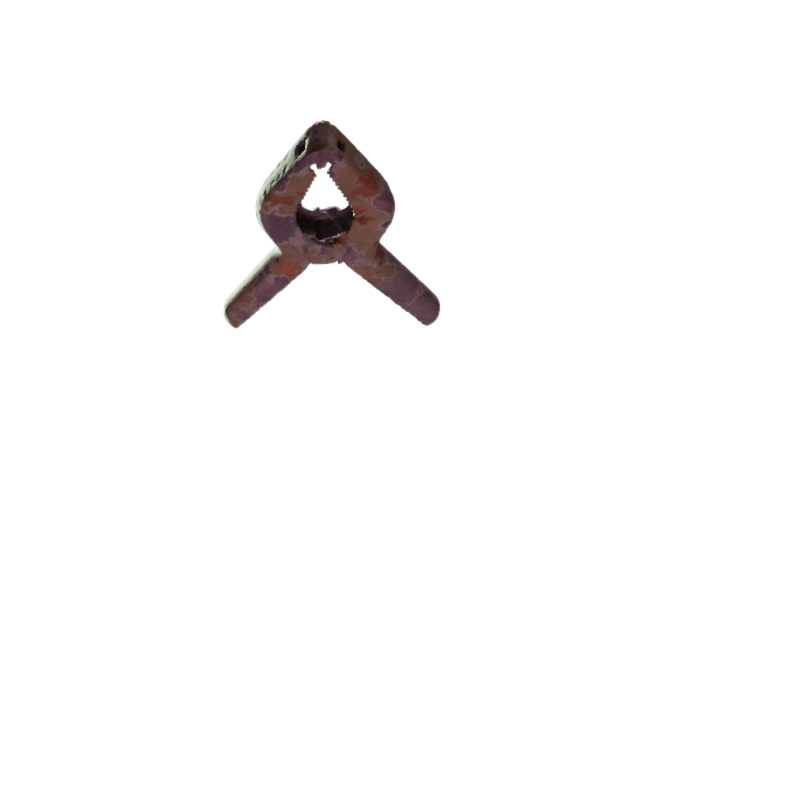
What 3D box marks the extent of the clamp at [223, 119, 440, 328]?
[{"bbox_3d":[-0.061,-0.112,0.785,0.166,0.039,0.195,-4,-34,6],"label":"clamp"}]
